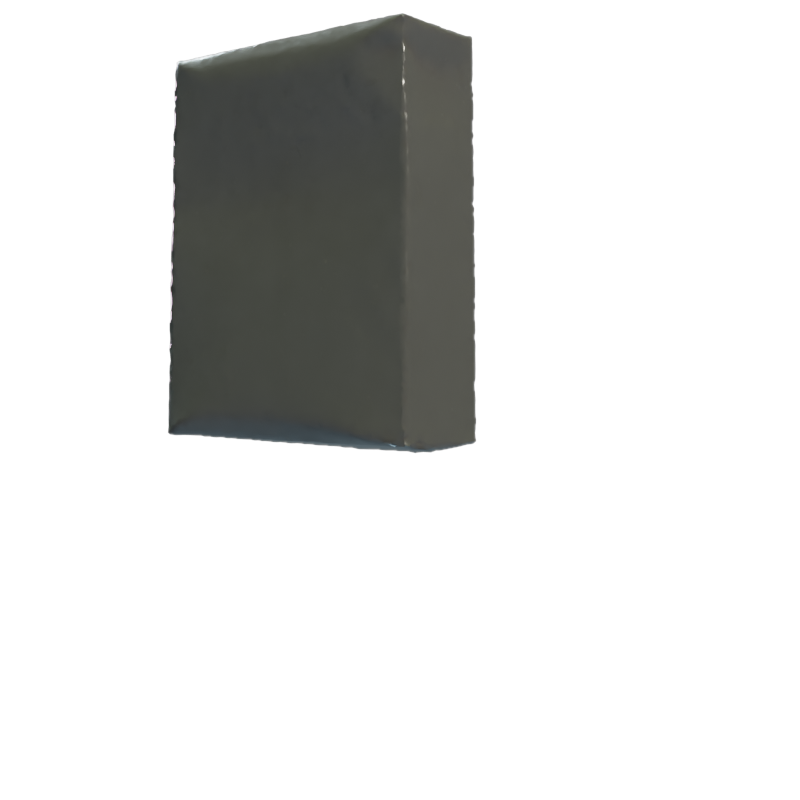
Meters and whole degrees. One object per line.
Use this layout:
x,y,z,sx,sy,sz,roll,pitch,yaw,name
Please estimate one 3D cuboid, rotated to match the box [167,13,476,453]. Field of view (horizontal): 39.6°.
-0.047,-0.085,0.595,0.170,0.216,0.069,-1,-4,37,box
